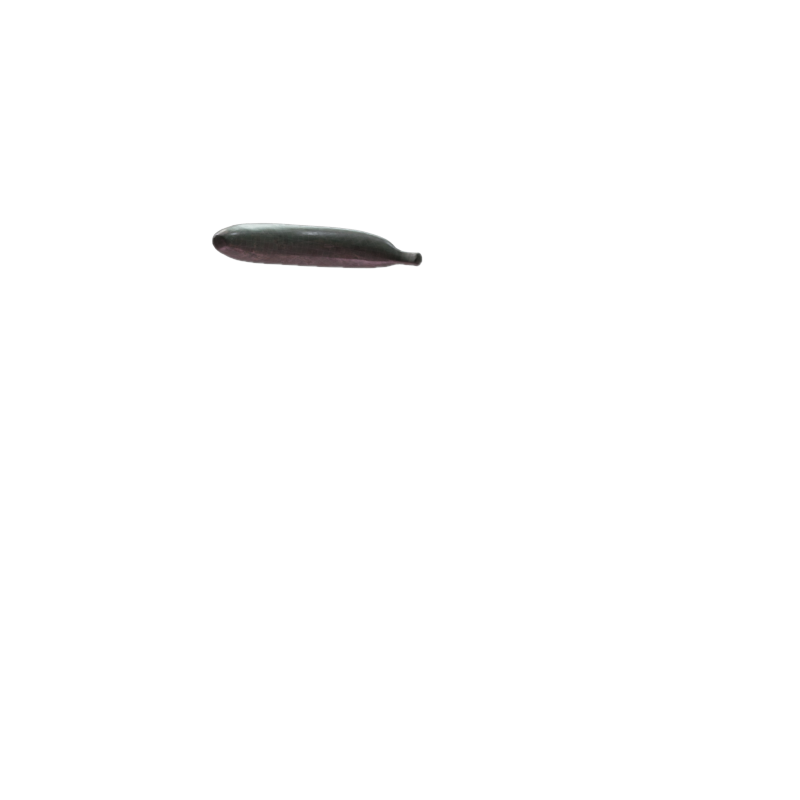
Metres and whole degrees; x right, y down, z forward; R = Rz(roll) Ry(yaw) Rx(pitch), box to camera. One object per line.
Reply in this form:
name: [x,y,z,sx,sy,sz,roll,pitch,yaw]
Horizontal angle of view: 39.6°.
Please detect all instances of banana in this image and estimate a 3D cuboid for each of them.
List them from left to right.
banana: [-0.081,-0.138,0.979,0.191,0.037,0.071,-1,0,-26]
